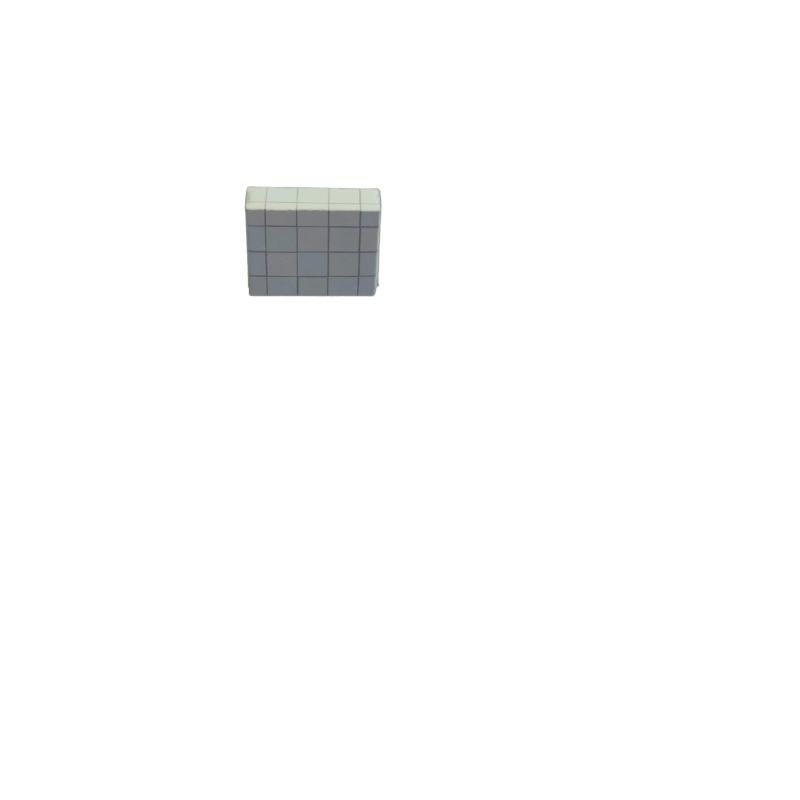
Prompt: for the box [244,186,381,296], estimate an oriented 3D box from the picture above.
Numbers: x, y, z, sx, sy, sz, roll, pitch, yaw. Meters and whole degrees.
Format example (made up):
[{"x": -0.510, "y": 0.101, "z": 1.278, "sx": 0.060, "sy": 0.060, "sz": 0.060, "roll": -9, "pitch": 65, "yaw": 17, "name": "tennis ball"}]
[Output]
[{"x": -0.058, "y": -0.106, "z": 0.739, "sx": 0.089, "sy": 0.068, "sz": 0.032, "roll": 1, "pitch": 40, "yaw": -1, "name": "box"}]
